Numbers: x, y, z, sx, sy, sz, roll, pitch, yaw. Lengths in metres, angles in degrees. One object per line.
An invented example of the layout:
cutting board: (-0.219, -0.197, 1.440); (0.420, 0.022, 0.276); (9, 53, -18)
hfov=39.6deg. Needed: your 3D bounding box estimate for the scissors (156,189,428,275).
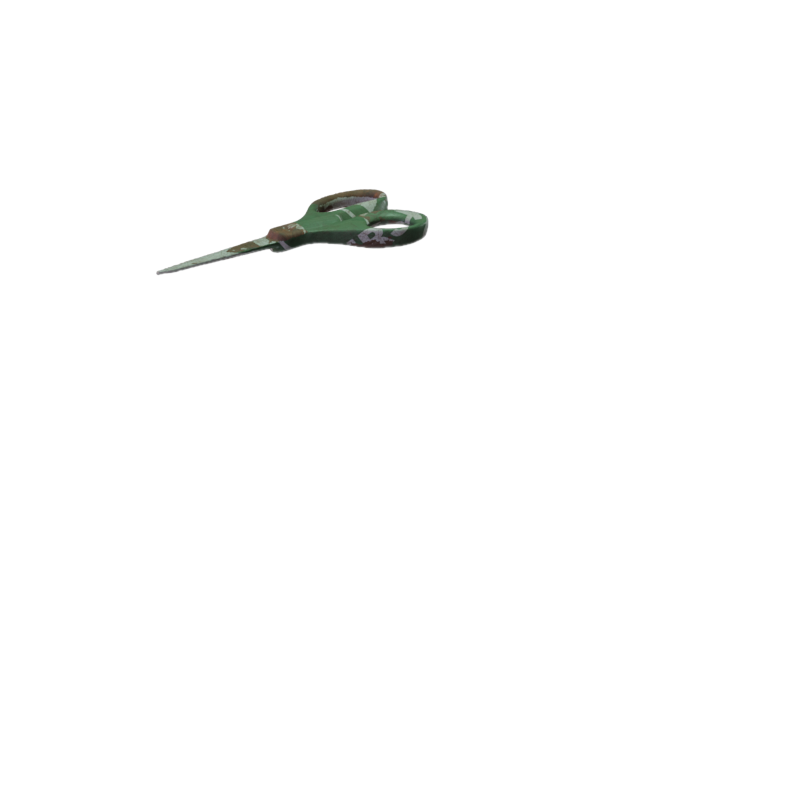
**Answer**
scissors: (-0.057, -0.105, 0.732); (0.101, 0.015, 0.202); (16, 32, 28)
